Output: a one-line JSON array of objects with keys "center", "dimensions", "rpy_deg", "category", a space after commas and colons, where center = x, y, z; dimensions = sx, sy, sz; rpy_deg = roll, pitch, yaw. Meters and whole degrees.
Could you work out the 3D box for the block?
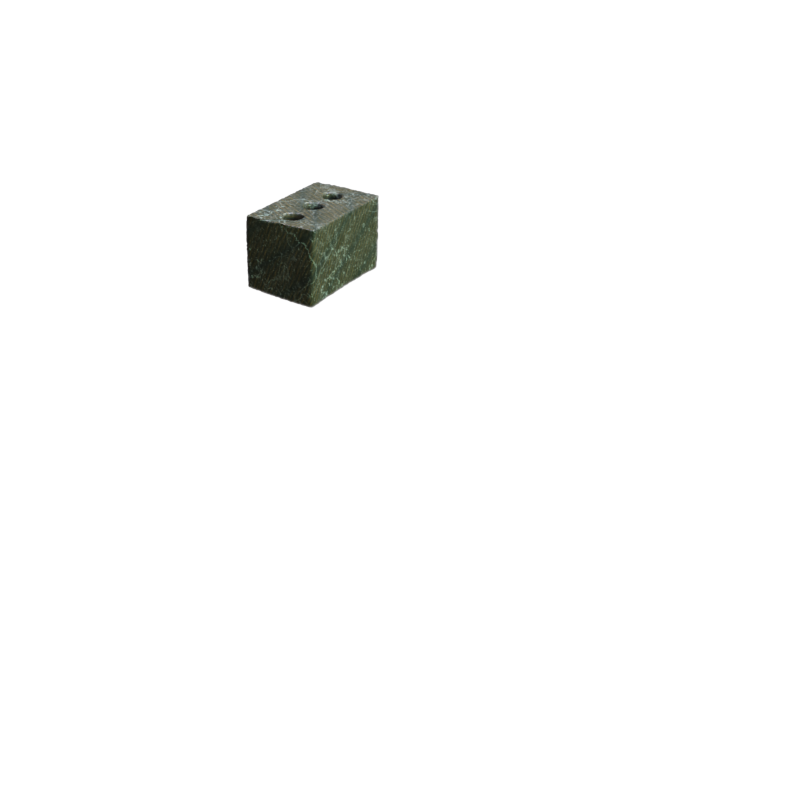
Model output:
[{"center": [-0.056, -0.102, 0.712], "dimensions": [0.055, 0.048, 0.079], "rpy_deg": [16, 32, 27], "category": "block"}]
